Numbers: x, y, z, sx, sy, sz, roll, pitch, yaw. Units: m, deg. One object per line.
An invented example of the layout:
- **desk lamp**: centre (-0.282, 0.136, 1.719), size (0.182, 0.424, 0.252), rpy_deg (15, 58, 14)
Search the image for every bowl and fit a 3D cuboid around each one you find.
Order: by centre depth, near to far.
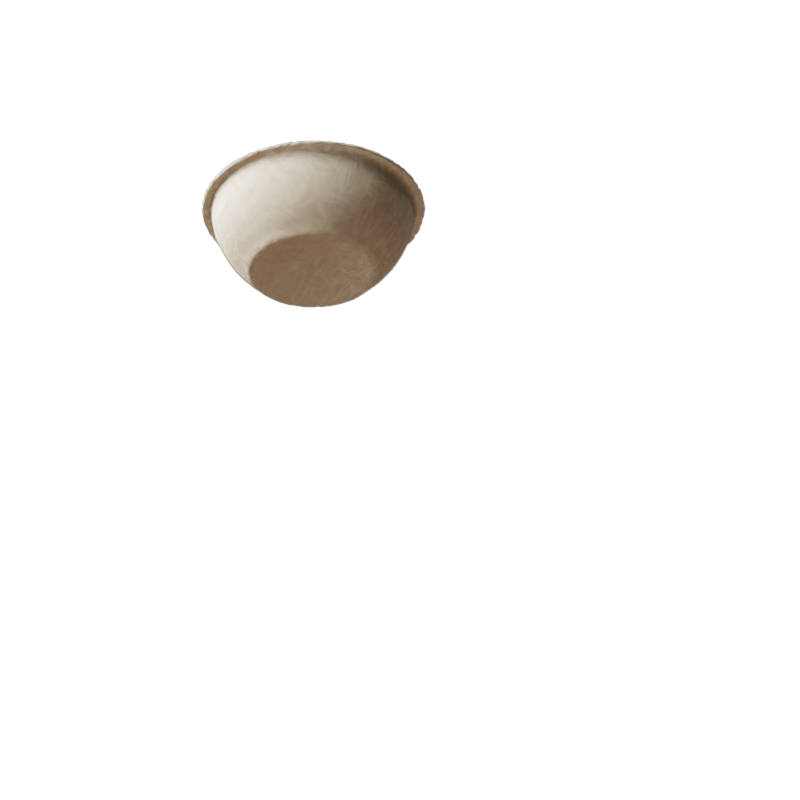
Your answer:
- **bowl**: centre (-0.062, -0.113, 0.790), size (0.162, 0.059, 0.152), rpy_deg (1, -31, -2)
